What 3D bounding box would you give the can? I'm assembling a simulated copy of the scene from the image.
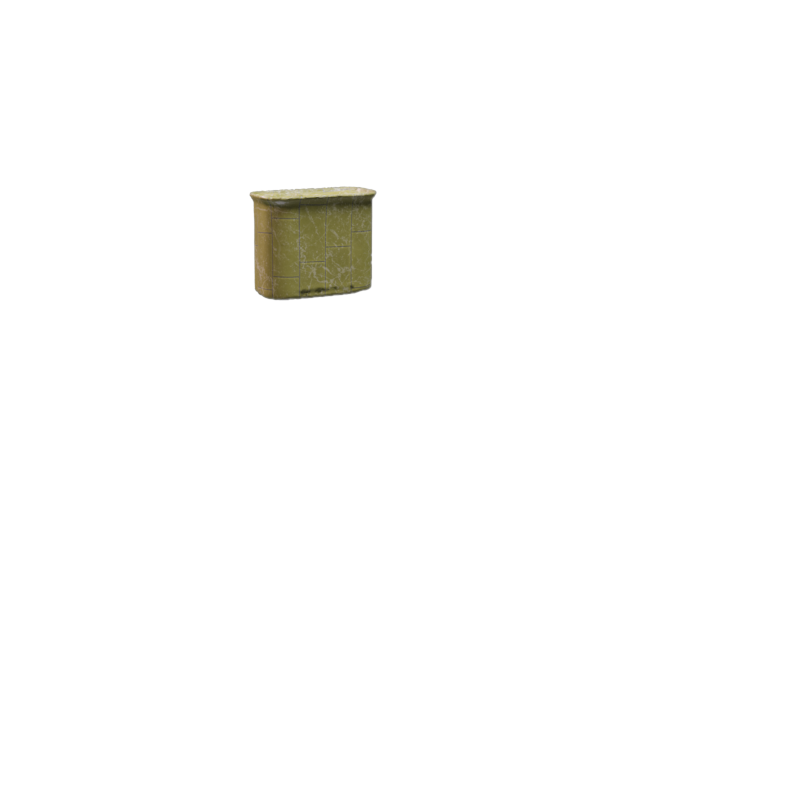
[{"bbox_3d":[-0.072,-0.130,0.913,0.099,0.082,0.060,-6,13,-26],"label":"can"}]
